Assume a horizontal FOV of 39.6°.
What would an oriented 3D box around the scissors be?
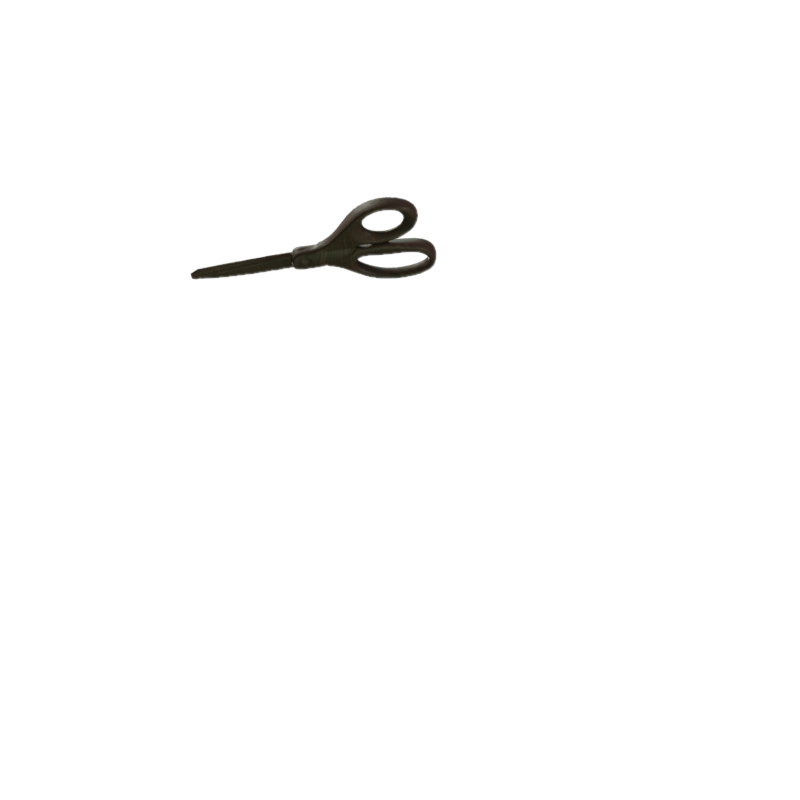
[{"bbox_3d":[-0.070,-0.128,0.893,0.201,0.017,0.090,1,-38,-2],"label":"scissors"}]
